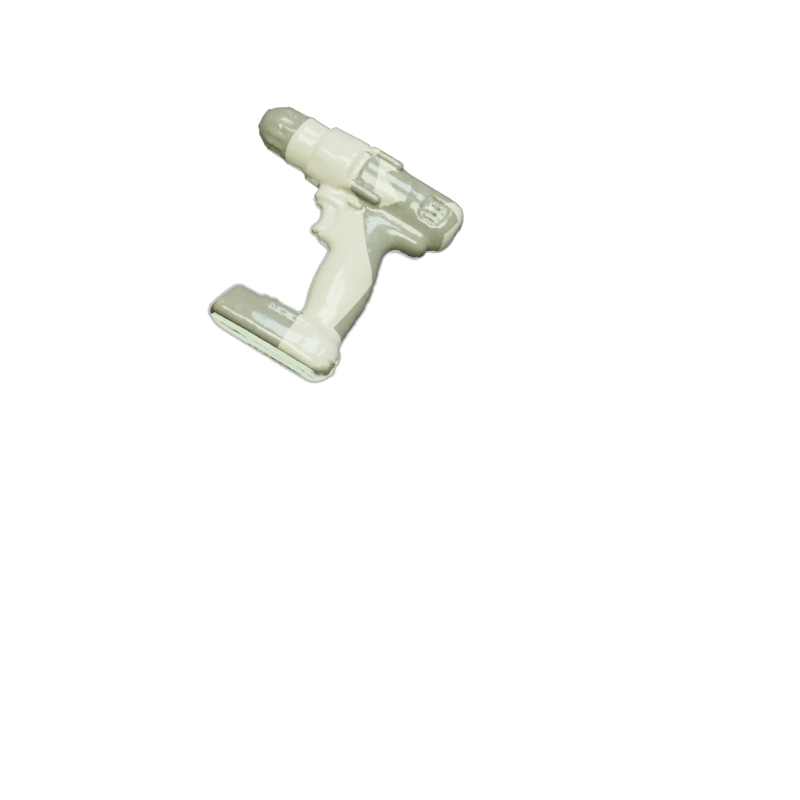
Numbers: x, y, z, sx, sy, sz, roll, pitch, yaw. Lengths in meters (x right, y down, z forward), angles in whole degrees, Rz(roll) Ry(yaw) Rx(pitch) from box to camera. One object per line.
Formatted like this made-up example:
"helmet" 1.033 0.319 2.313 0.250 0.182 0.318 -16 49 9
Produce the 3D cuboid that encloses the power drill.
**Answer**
"power drill" -0.068 -0.124 0.872 0.189 0.191 0.055 31 -15 9
